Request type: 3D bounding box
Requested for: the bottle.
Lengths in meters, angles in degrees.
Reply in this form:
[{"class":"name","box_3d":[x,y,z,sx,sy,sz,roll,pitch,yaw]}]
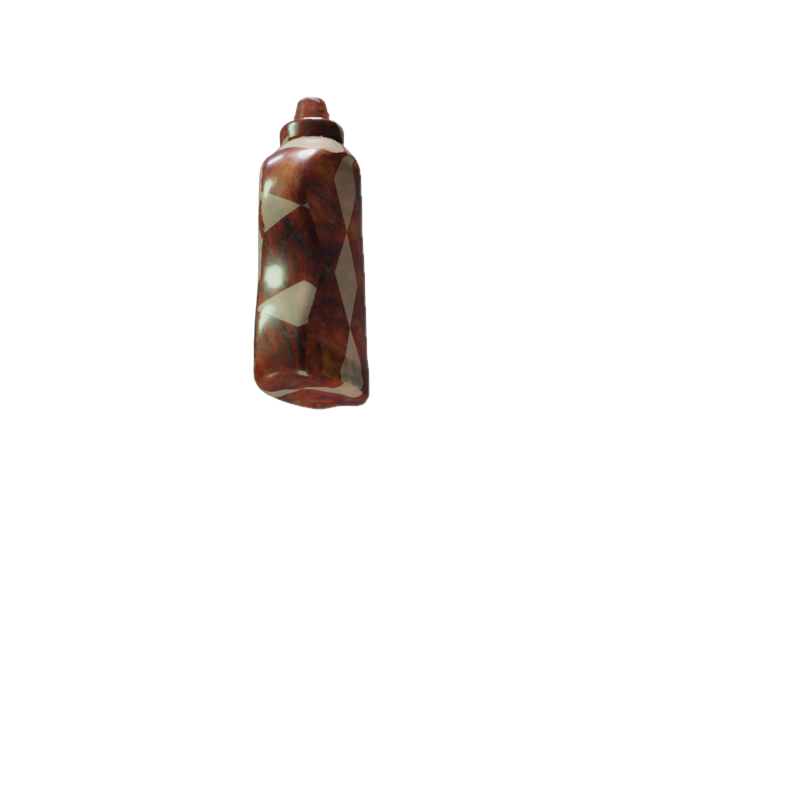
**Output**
[{"class":"bottle","box_3d":[-0.054,-0.097,0.678,0.059,0.201,0.090,-10,-20,22]}]
